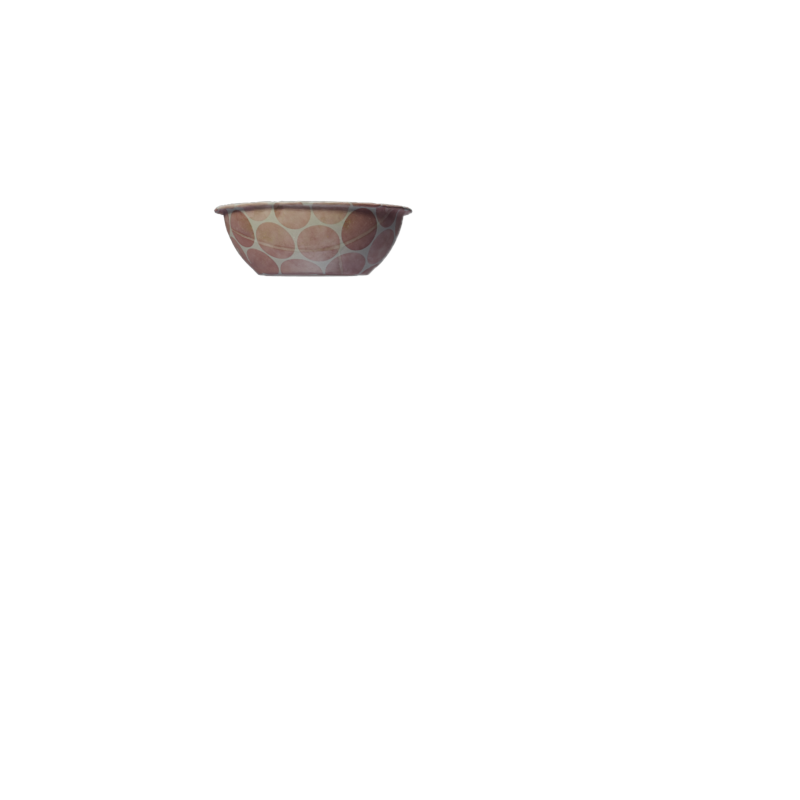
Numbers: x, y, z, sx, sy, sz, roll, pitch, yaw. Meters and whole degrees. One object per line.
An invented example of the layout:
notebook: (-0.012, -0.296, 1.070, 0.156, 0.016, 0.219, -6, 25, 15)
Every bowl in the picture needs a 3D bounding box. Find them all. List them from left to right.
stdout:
bowl: (-0.071, -0.129, 0.903, 0.162, 0.055, 0.163, 0, 4, -2)
